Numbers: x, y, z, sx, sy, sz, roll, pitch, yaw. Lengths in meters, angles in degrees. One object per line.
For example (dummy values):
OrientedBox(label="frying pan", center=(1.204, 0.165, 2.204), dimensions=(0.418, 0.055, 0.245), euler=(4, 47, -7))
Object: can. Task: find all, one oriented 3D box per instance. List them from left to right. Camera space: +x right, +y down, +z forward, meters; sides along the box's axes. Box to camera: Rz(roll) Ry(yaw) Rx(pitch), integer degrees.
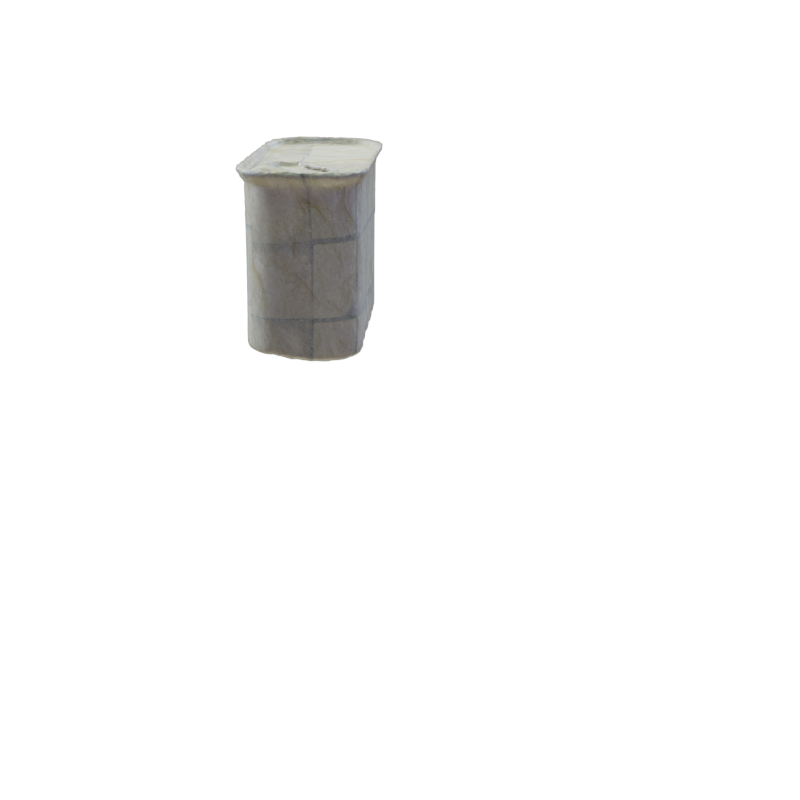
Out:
OrientedBox(label="can", center=(-0.040, -0.073, 0.514), dimensions=(0.058, 0.081, 0.105), euler=(2, 18, 5))
